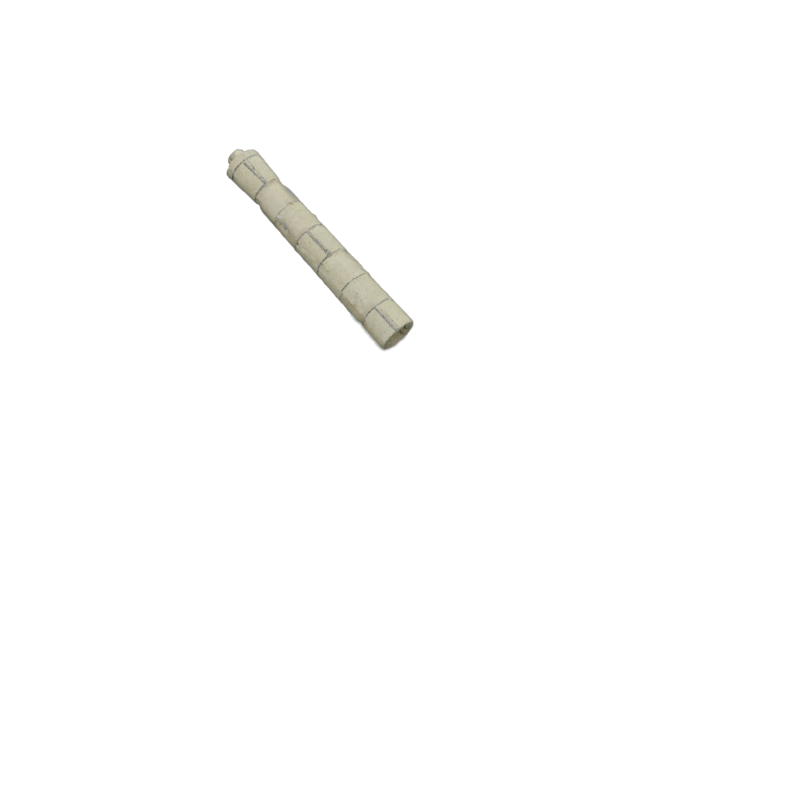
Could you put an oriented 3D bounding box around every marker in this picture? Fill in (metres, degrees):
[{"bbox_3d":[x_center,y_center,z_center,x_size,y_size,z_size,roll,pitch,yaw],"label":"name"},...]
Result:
[{"bbox_3d":[-0.040,-0.073,0.510,0.127,0.019,0.019,49,24,20],"label":"marker"}]
